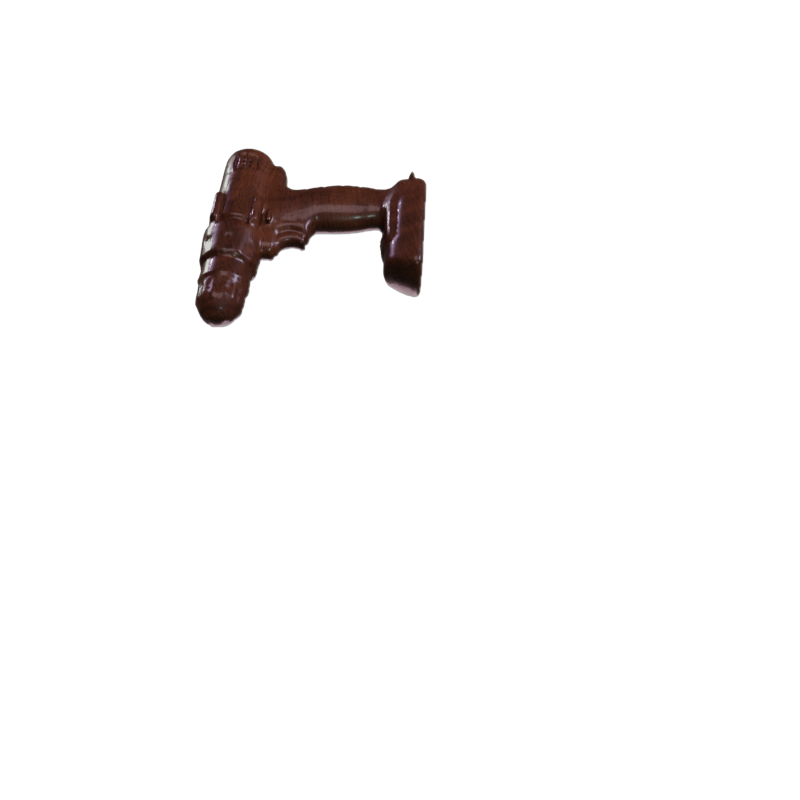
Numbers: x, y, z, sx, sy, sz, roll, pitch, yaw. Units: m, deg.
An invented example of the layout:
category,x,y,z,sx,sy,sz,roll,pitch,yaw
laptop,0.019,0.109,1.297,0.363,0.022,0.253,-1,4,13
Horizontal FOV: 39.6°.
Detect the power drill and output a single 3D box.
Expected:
category,x,y,z,sx,sy,sz,roll,pitch,yaw
power drill,-0.074,-0.134,0.940,0.189,0.196,0.054,5,-35,3
